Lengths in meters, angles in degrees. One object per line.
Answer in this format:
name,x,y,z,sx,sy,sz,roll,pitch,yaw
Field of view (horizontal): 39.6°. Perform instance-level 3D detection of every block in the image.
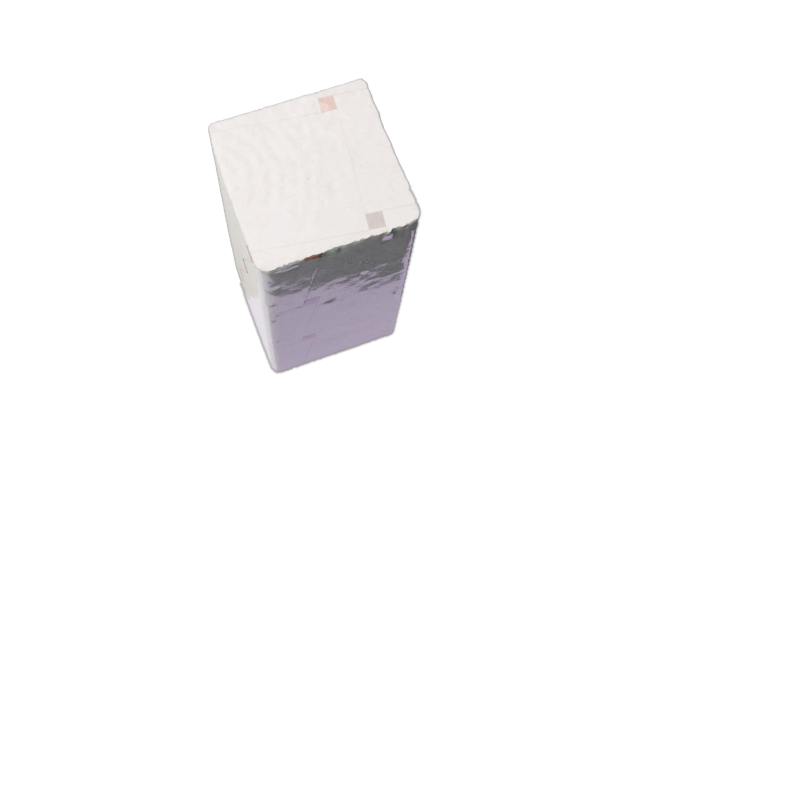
block,-0.052,-0.094,0.666,0.090,0.094,0.198,-19,-13,-8
